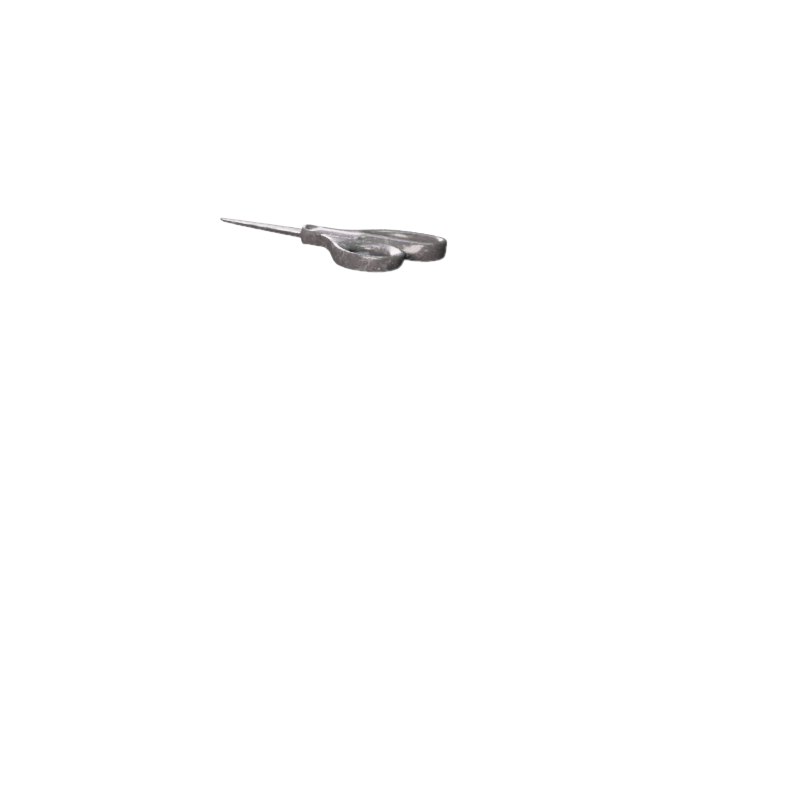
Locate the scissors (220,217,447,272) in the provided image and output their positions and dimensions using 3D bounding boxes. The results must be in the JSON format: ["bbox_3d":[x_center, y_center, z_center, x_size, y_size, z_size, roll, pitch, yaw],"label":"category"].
[{"bbox_3d":[-0.067,-0.121,0.850,0.208,0.015,0.097,8,22,19],"label":"scissors"}]
